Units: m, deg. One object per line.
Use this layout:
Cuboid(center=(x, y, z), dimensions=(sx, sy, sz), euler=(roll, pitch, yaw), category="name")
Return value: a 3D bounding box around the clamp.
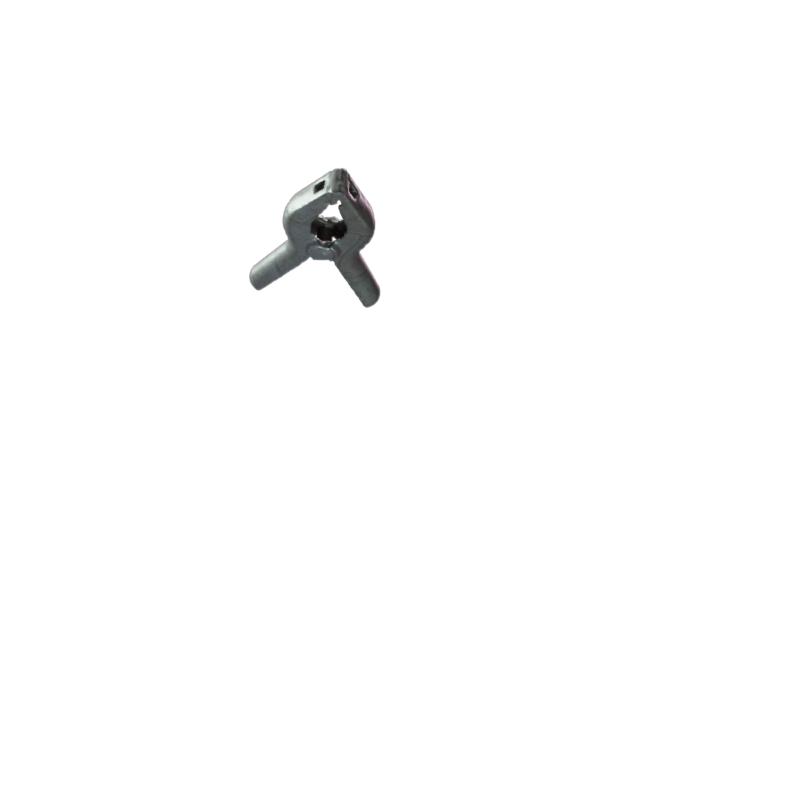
Cuboid(center=(-0.076, -0.138, 0.967), dimensions=(0.120, 0.042, 0.160), euler=(0, -35, -1), category="clamp")
